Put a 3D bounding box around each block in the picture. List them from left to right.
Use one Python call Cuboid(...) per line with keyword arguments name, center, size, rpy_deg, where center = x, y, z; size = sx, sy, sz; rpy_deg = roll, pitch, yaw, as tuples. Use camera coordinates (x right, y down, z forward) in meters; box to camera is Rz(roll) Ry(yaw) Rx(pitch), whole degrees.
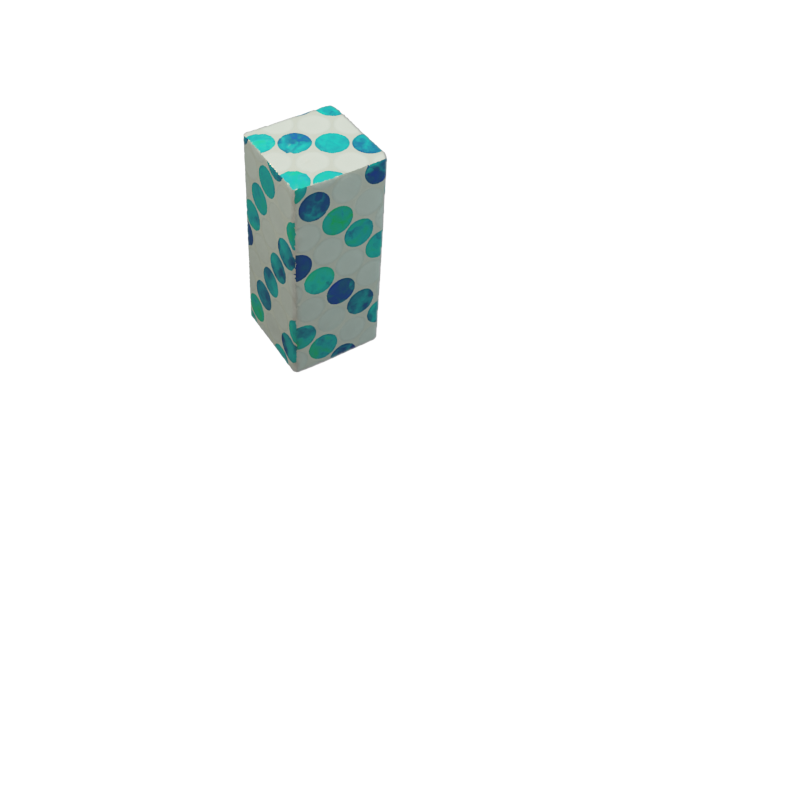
Cuboid(name="block", center=(-0.075, -0.138, 0.965), size=(0.089, 0.192, 0.098), rpy_deg=(-22, 49, -24))
